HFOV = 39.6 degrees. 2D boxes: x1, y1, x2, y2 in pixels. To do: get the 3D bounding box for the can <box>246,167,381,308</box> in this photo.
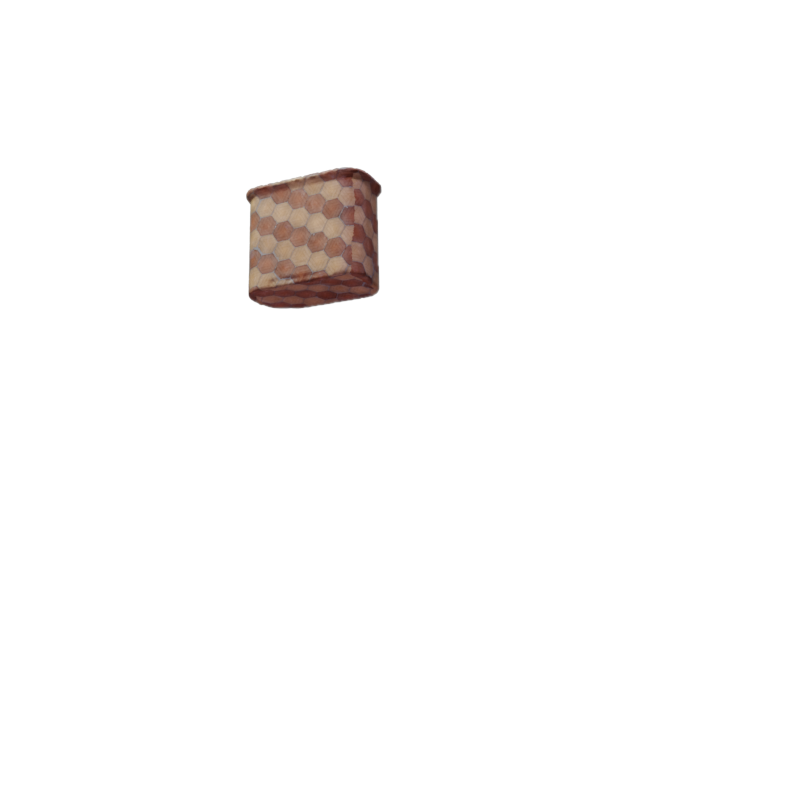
[{"bbox_3d":[-0.065,-0.118,0.828,0.104,0.088,0.054,-9,-22,24],"label":"can"}]
